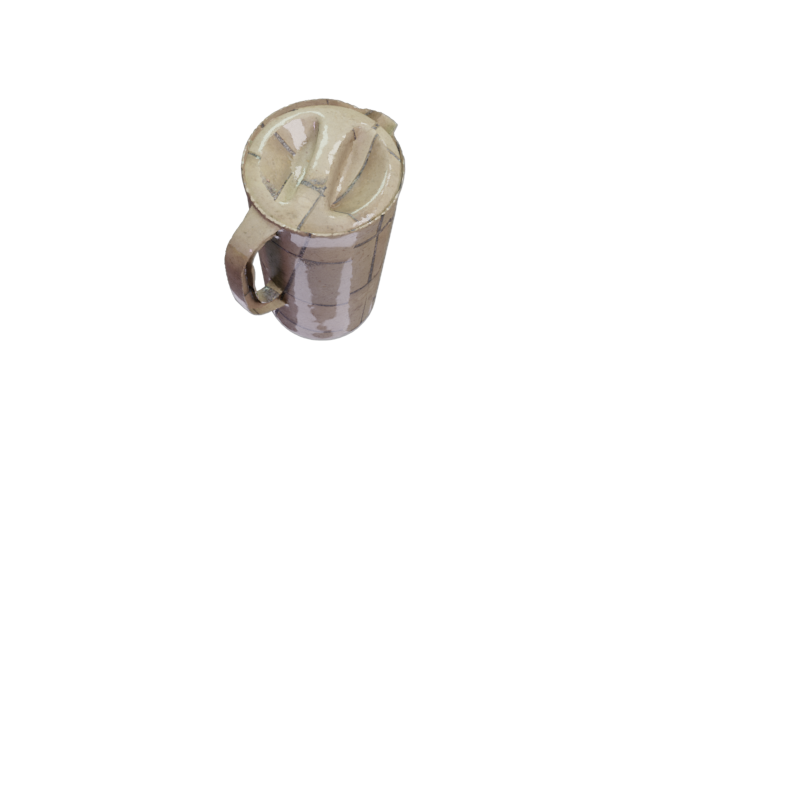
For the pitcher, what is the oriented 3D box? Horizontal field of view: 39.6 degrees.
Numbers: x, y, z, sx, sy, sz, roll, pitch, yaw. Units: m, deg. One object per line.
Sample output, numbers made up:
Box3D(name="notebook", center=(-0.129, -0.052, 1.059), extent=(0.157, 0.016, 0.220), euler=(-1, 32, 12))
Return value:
Box3D(name="pitcher", center=(-0.078, -0.142, 0.992), extent=(0.149, 0.154, 0.230), euler=(-2, -25, -4))
